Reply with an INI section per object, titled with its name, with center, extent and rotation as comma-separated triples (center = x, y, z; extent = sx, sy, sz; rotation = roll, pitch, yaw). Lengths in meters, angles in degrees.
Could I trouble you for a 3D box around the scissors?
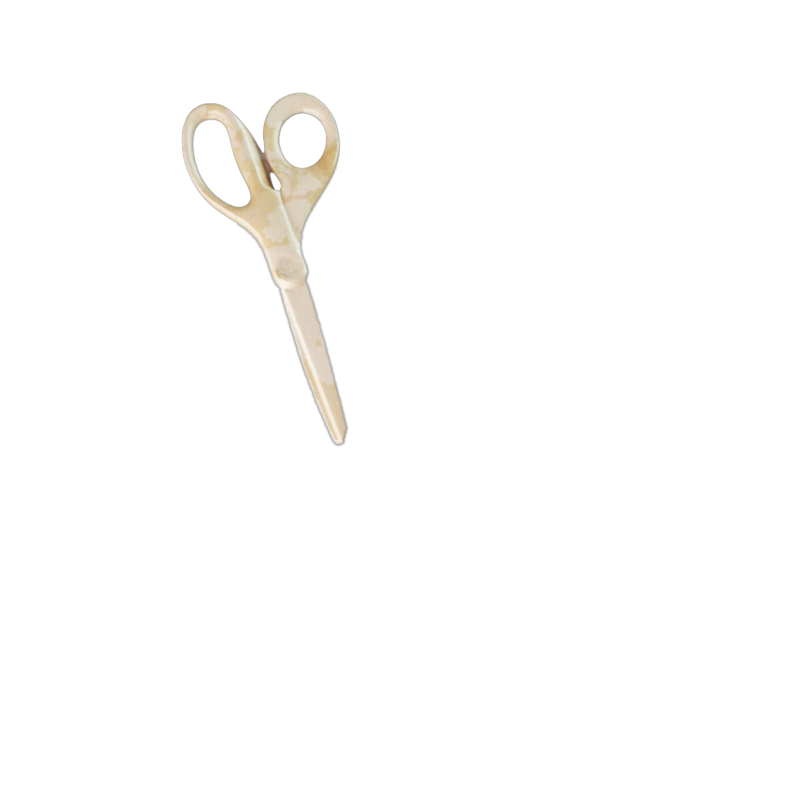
[scissors]
center = -0.047, -0.086, 0.603
extent = 0.096, 0.210, 0.015
rotation = -31, -15, -9
